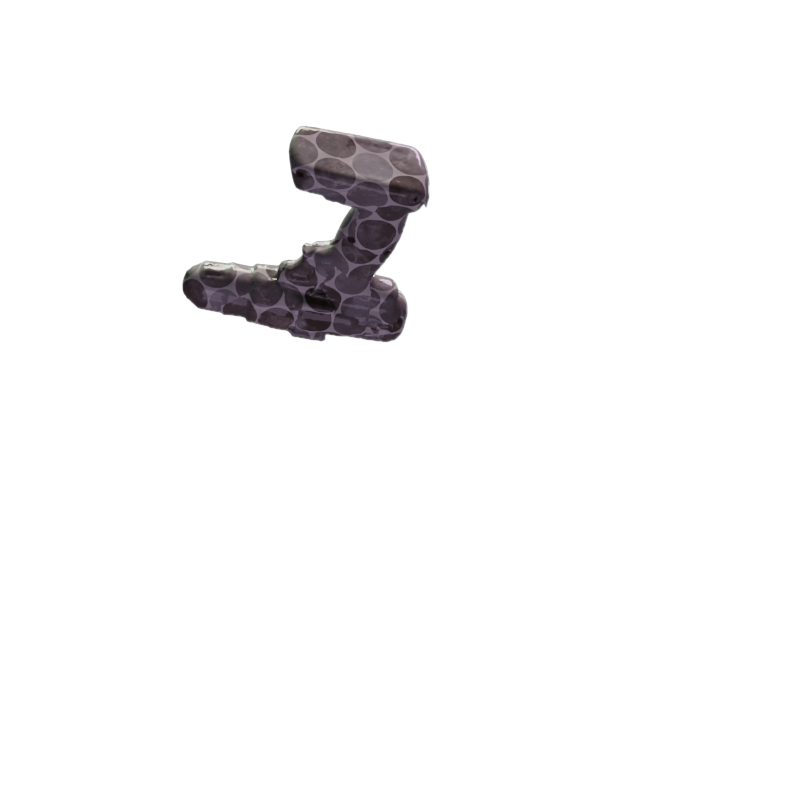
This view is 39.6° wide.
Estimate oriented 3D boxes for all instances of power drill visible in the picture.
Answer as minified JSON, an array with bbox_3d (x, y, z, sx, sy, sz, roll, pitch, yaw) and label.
[{"bbox_3d":[-0.067,-0.122,0.857,0.181,0.062,0.178,9,-40,-11],"label":"power drill"}]
